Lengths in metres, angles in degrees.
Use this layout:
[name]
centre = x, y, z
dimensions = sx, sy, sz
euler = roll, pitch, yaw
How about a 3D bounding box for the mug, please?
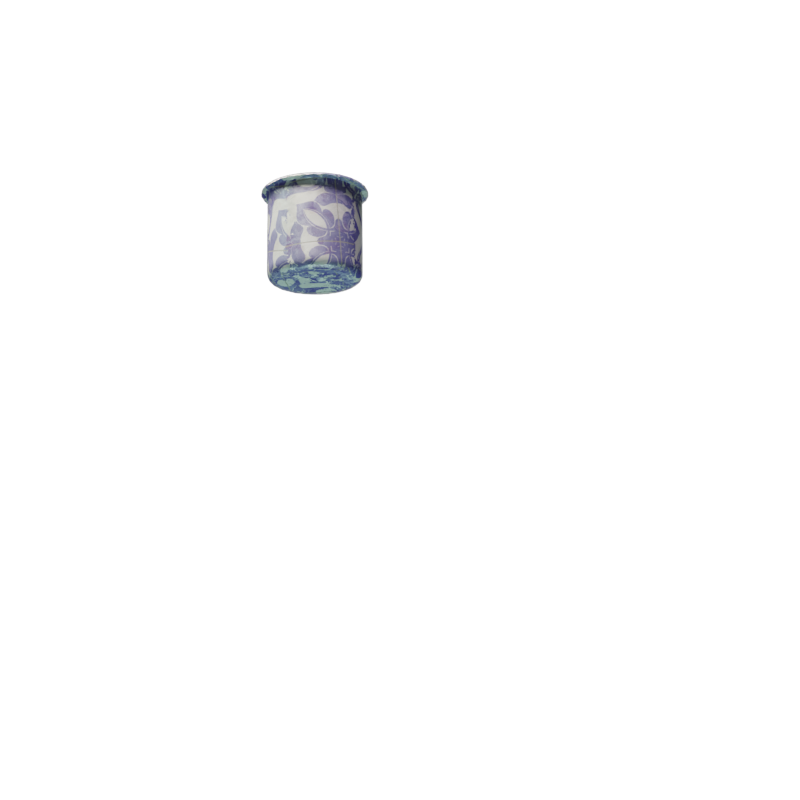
[mug]
centre = -0.075, -0.138, 0.964
dimensions = 0.092, 0.085, 0.114
euler = 2, -16, -9
